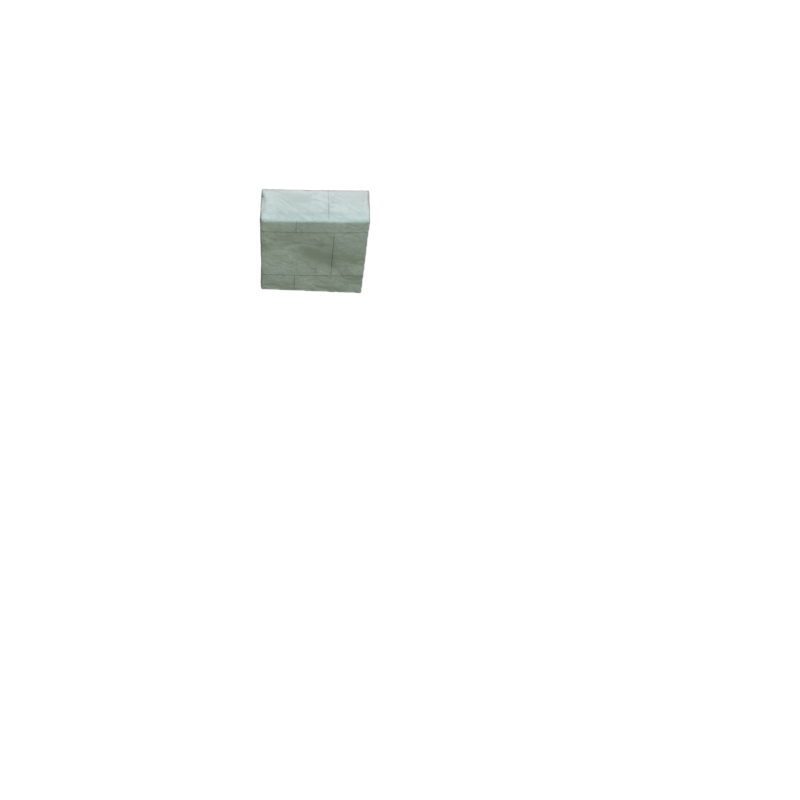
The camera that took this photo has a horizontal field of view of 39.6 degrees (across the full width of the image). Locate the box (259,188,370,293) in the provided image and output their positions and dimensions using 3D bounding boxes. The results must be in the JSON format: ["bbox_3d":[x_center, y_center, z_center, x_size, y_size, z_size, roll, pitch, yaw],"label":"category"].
[{"bbox_3d":[-0.060,-0.110,0.770,0.073,0.032,0.084,2,-30,-4],"label":"box"}]
